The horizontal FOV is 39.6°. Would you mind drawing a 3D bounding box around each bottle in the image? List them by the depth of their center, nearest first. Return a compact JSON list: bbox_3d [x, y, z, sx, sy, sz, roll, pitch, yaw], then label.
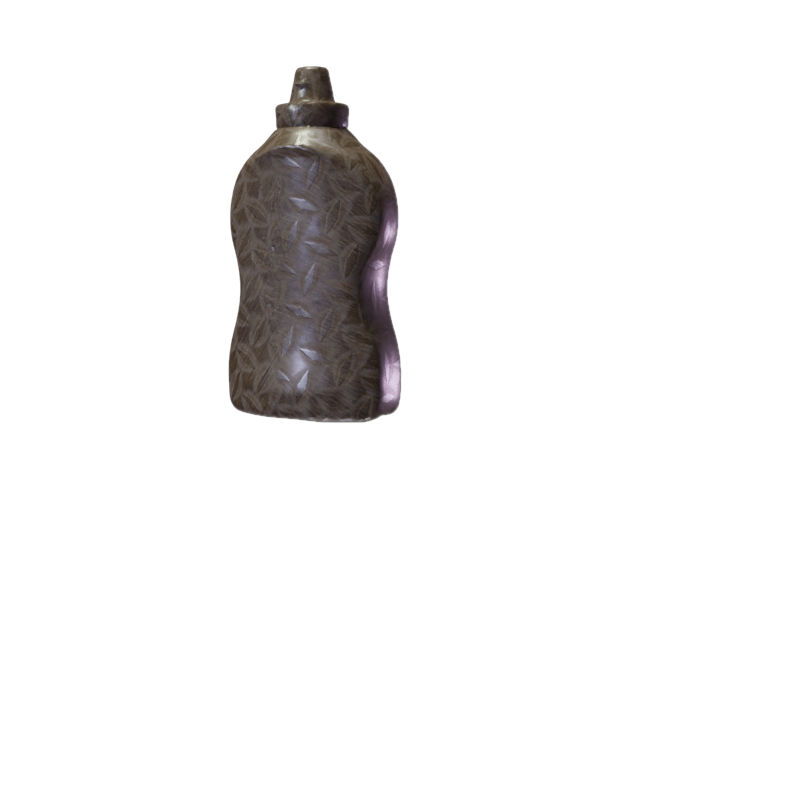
[{"bbox_3d":[-0.048,-0.088,0.614,0.099,0.191,0.056,1,2,29],"label":"bottle"}]
